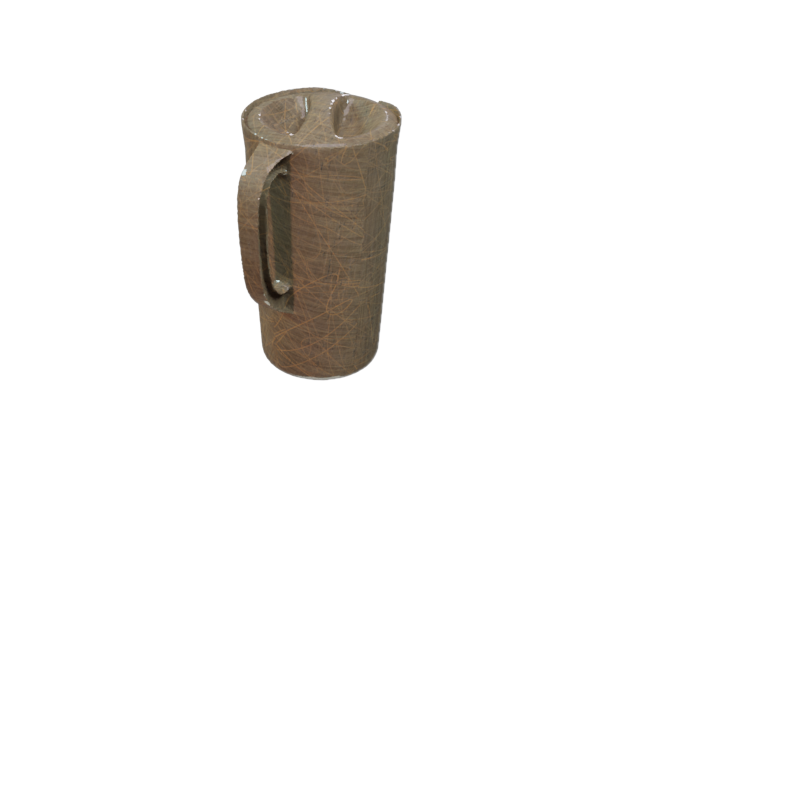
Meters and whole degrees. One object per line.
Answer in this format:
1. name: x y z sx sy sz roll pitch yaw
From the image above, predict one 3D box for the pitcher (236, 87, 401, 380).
1. pitcher: -0.075 -0.138 0.963 0.147 0.229 0.156 -6 32 -13
